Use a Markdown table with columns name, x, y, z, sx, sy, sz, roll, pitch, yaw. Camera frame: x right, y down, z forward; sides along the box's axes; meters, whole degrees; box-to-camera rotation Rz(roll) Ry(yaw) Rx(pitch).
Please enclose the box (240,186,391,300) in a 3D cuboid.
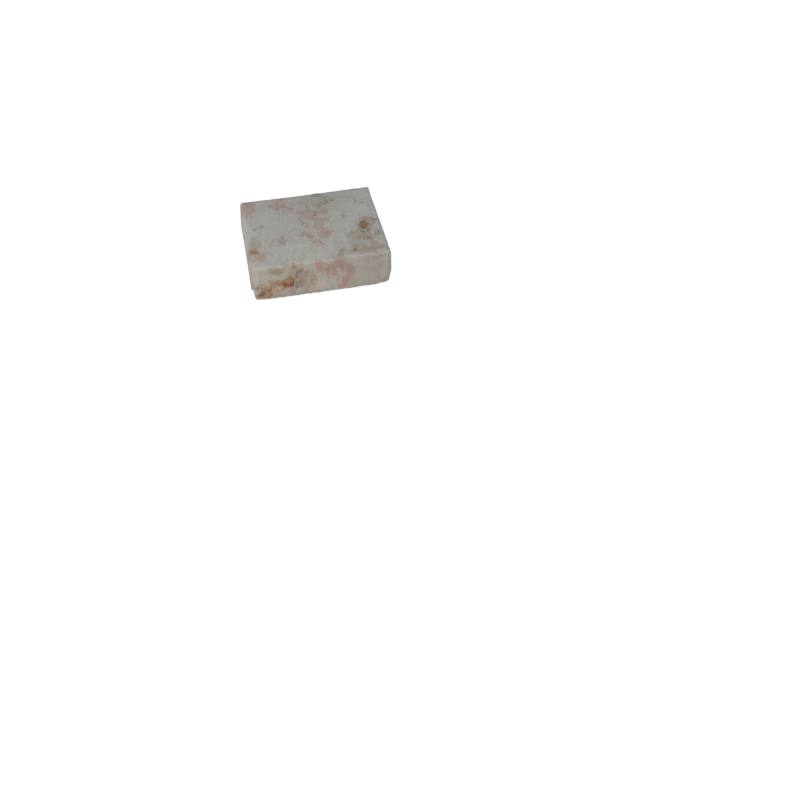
| name | x | y | z | sx | sy | sz | roll | pitch | yaw |
| --- | --- | --- | --- | --- | --- | --- | --- | --- | --- |
| box | -0.071 | -0.130 | 0.910 | 0.112 | 0.036 | 0.097 | -8 | 44 | -8 |
